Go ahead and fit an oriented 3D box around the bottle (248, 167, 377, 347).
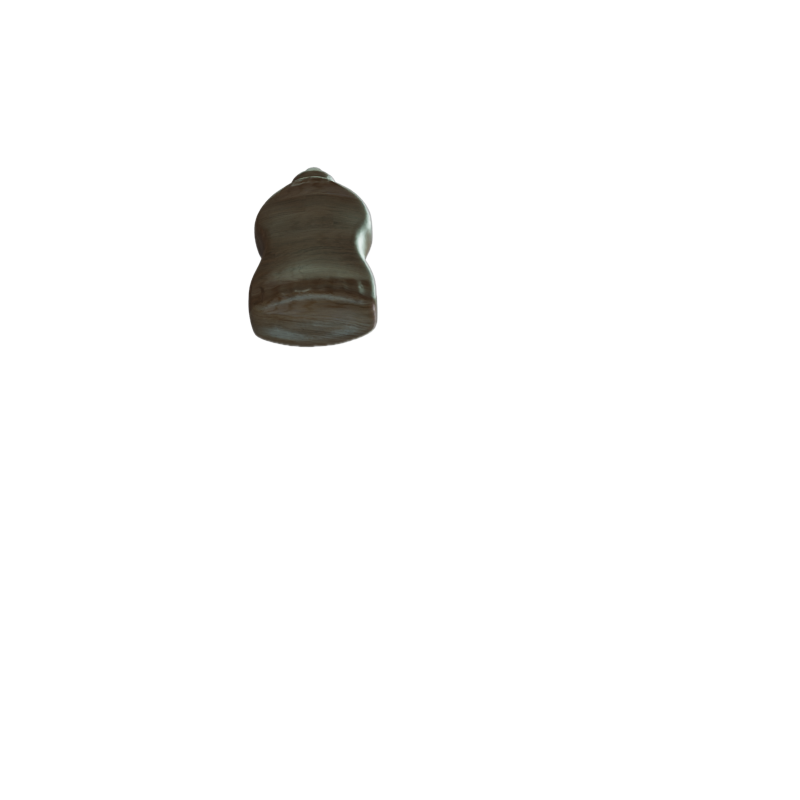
[{"bbox_3d":[-0.070,-0.127,0.891,0.096,0.054,0.206,-6,43,2],"label":"bottle"}]
